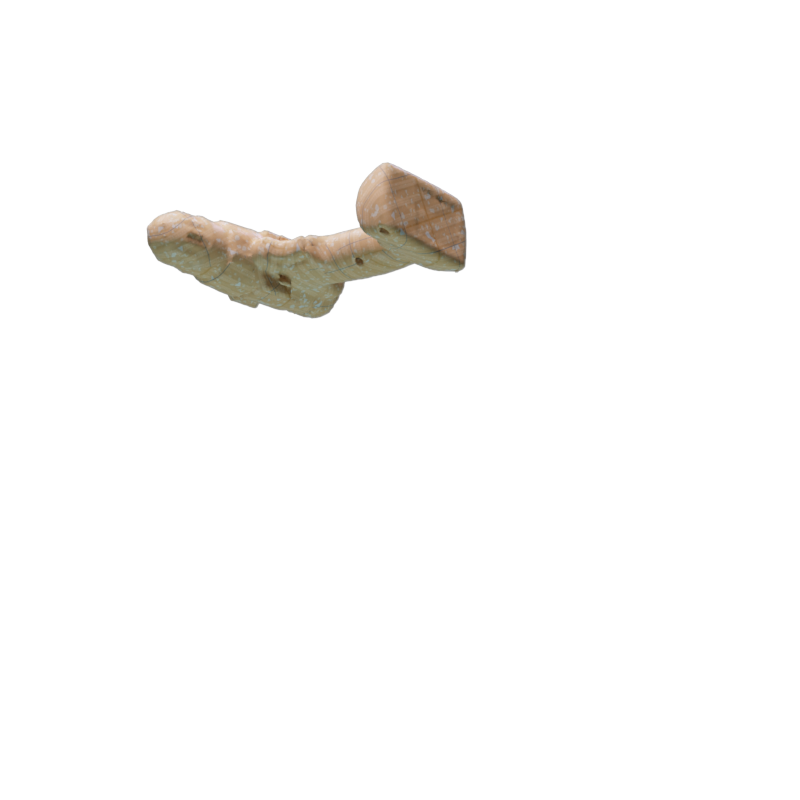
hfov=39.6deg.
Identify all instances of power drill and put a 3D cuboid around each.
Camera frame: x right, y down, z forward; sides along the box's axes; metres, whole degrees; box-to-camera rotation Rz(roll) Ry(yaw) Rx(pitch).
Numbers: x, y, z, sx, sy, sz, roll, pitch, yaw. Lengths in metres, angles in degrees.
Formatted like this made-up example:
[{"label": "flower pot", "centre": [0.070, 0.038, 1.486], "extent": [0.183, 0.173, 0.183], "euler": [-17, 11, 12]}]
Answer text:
[{"label": "power drill", "centre": [-0.062, -0.114, 0.797], "extent": [0.191, 0.060, 0.174], "euler": [-10, -16, 38]}]
